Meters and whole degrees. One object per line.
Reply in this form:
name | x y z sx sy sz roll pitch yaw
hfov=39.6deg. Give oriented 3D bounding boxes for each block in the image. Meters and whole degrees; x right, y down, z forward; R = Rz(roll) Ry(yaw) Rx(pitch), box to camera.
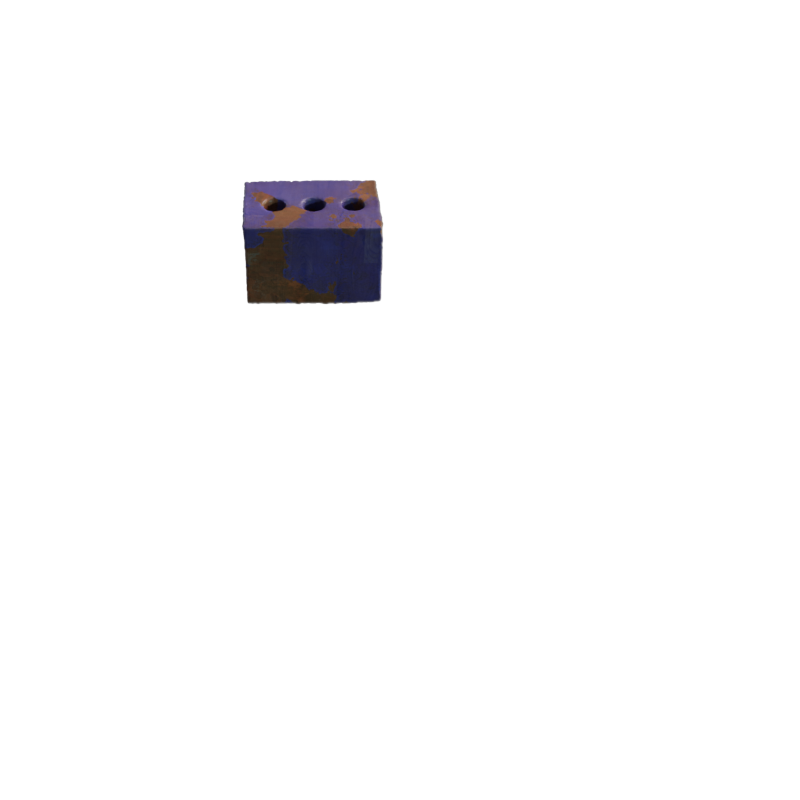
block | -0.049 -0.090 0.627 0.078 0.048 0.056 -1 36 -3
